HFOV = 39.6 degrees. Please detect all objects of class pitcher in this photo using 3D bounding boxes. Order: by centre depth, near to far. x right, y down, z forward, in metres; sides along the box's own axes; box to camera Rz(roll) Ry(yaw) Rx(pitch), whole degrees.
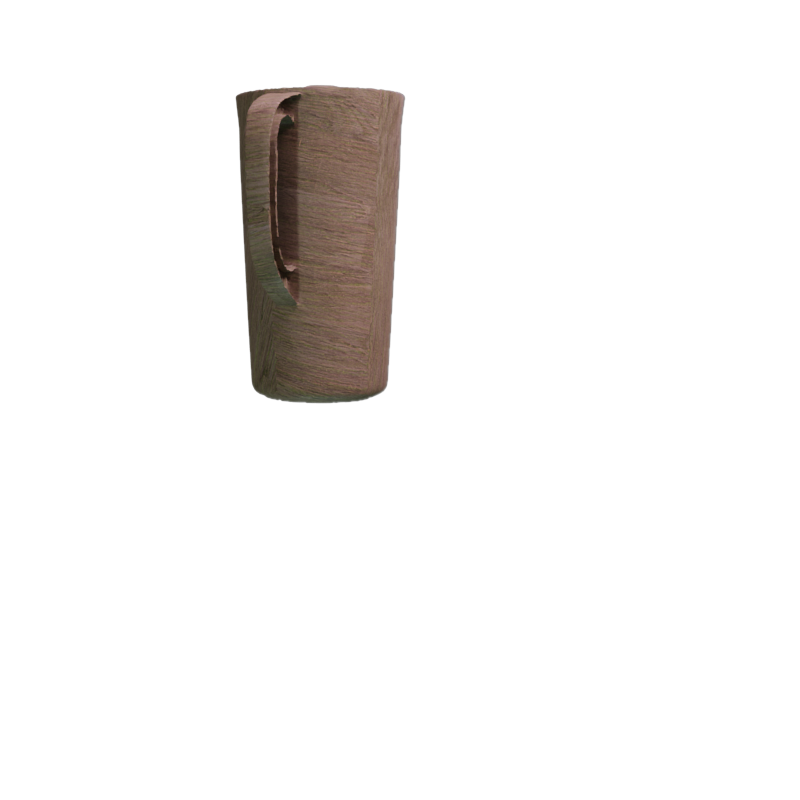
[{"bbox_3d":[-0.068,-0.124,0.866,0.145,0.242,0.149,-1,2,-23],"label":"pitcher"}]
